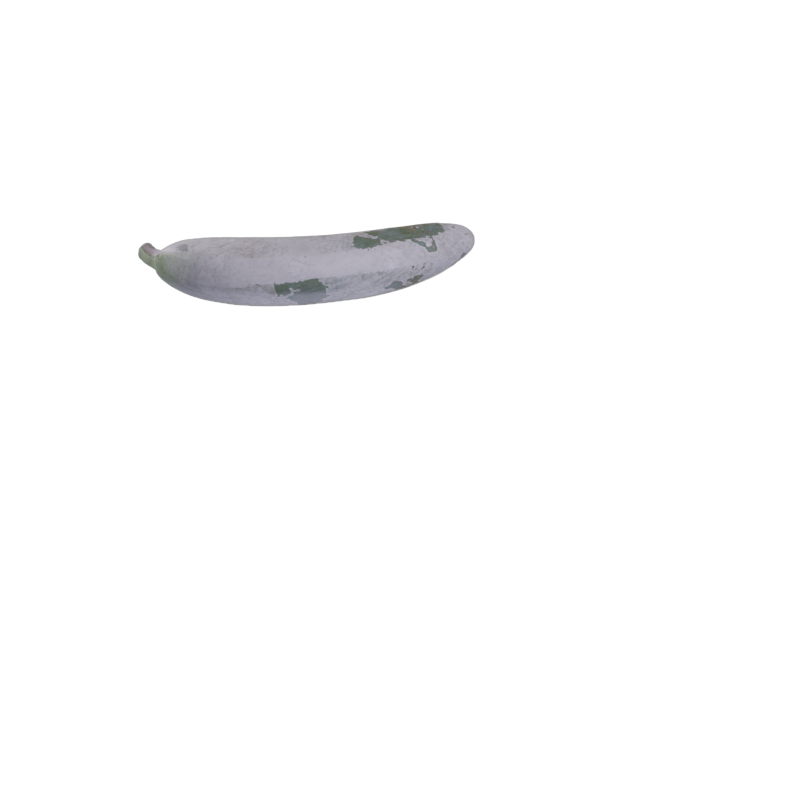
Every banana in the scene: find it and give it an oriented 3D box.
[{"bbox_3d":[-0.052,-0.080,0.624,0.197,0.034,0.074,-1,34,-2],"label":"banana"}]
